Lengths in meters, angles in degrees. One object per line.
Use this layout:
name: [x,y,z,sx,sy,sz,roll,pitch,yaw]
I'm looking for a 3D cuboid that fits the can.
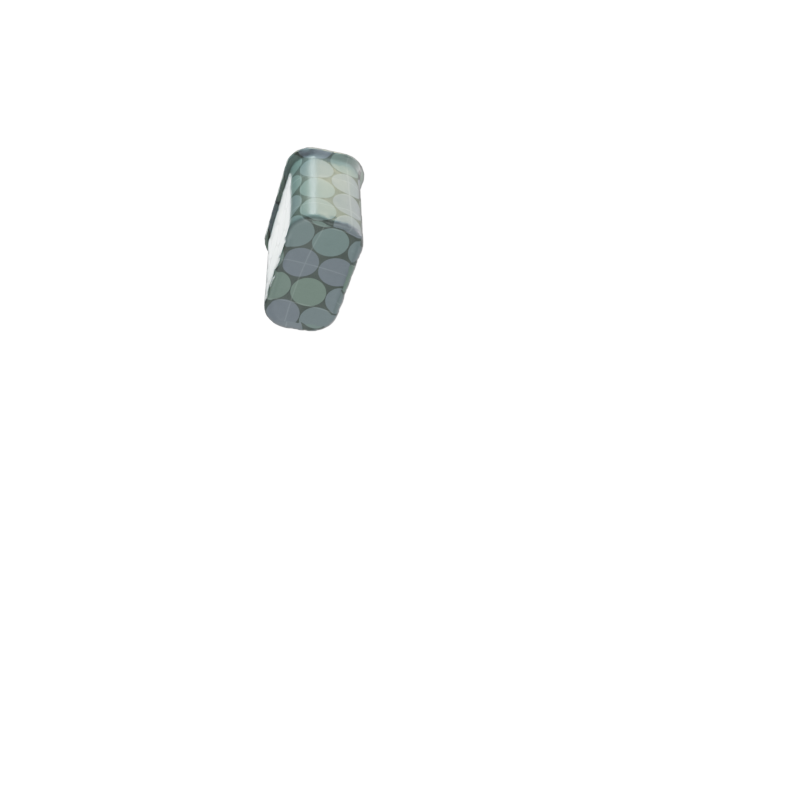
can: [-0.061,-0.111,0.775,0.056,0.097,0.090,12,39,-13]
